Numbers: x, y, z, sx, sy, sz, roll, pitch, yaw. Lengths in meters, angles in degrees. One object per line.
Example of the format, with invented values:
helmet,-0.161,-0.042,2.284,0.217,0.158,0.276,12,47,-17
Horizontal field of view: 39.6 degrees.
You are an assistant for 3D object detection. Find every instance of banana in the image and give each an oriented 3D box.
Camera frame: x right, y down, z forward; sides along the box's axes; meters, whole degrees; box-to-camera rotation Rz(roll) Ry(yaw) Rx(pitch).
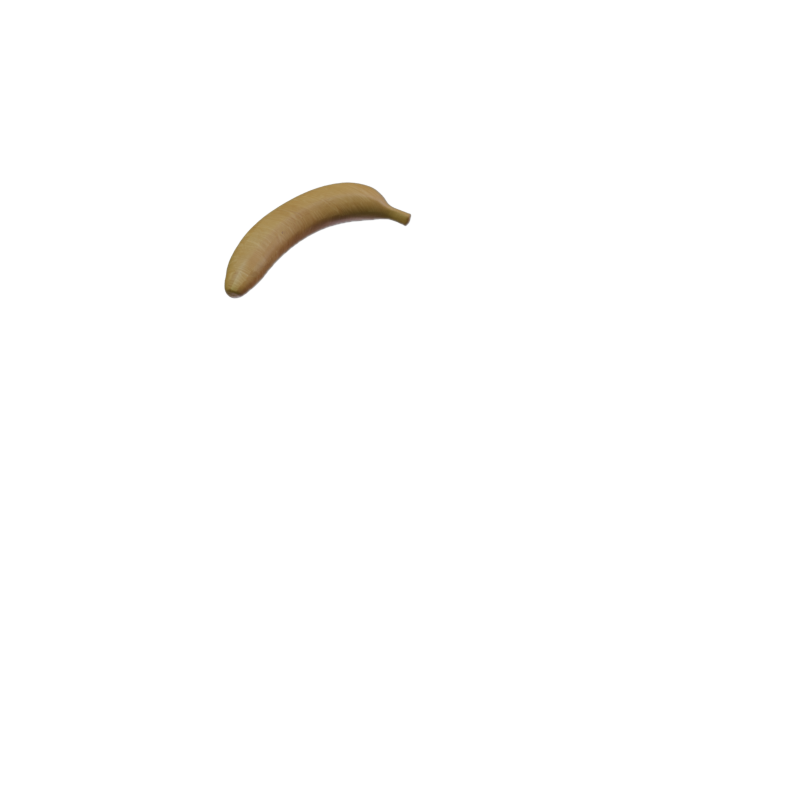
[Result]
banana,-0.085,-0.154,0.998,0.197,0.034,0.075,-28,52,-25
